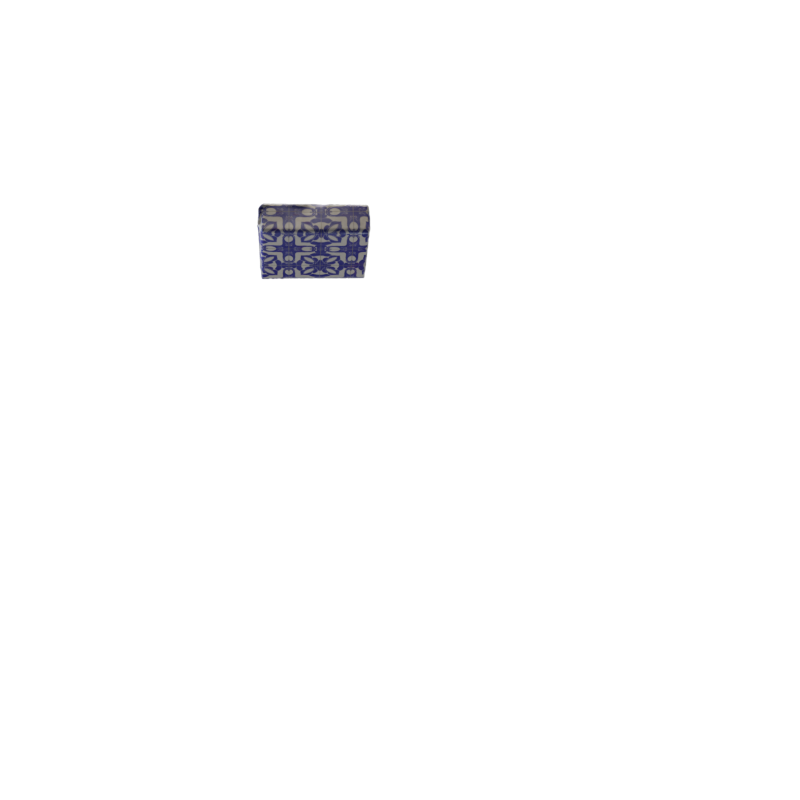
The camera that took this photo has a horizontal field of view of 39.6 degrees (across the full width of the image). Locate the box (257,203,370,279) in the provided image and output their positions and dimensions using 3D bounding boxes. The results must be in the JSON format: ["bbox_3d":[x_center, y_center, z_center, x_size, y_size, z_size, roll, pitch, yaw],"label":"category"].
[{"bbox_3d":[-0.071,-0.129,0.904,0.089,0.032,0.069,1,-27,-2],"label":"box"}]
